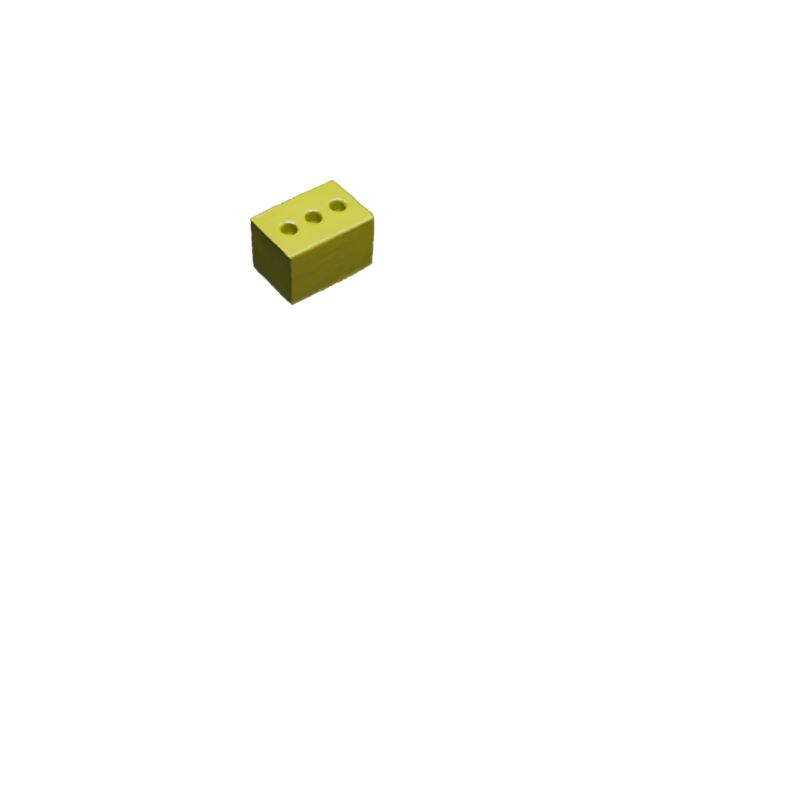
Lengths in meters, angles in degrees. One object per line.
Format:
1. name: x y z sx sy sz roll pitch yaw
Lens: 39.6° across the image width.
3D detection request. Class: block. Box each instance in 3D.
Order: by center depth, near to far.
1. block: -0.064 -0.117 0.819 0.078 0.048 0.057 -30 54 -26
